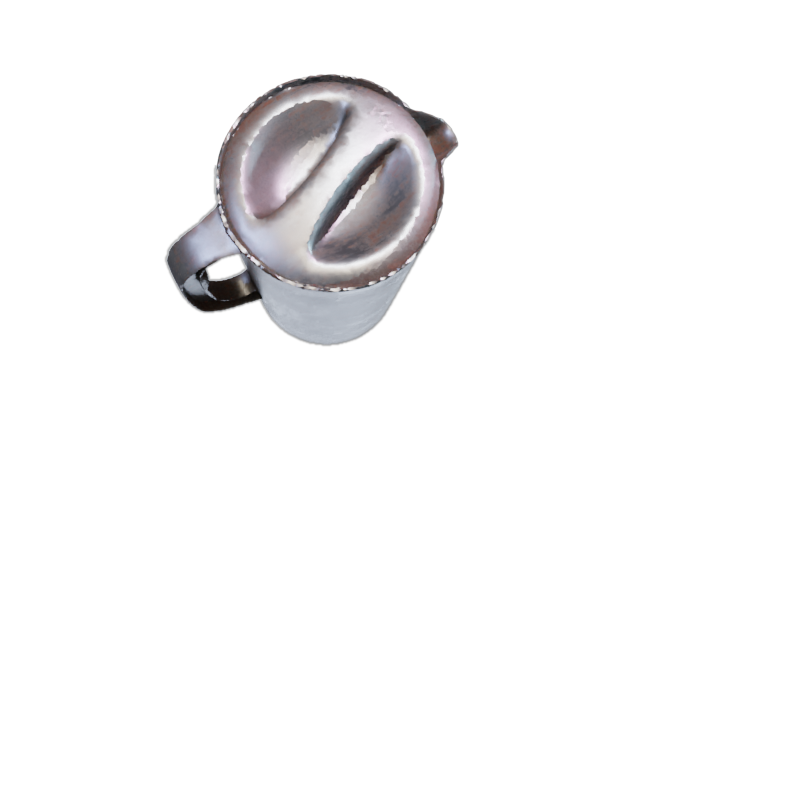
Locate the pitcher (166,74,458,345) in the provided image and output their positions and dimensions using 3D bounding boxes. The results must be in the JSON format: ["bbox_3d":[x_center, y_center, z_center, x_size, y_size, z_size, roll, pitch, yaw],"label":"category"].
[{"bbox_3d":[-0.059,-0.107,0.747,0.150,0.149,0.236,17,-11,0],"label":"pitcher"}]
